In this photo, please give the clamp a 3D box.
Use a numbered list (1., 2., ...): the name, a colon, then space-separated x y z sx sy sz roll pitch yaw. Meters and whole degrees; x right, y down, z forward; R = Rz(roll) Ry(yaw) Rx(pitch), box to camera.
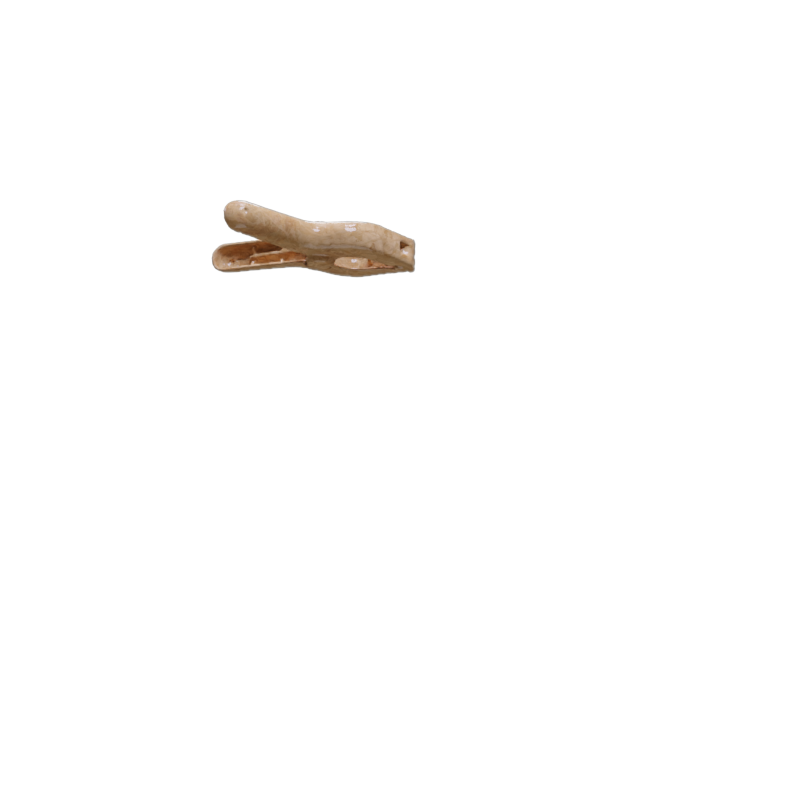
1. clamp: -0.070 -0.128 0.899 0.171 0.040 0.117 0 -8 -2
